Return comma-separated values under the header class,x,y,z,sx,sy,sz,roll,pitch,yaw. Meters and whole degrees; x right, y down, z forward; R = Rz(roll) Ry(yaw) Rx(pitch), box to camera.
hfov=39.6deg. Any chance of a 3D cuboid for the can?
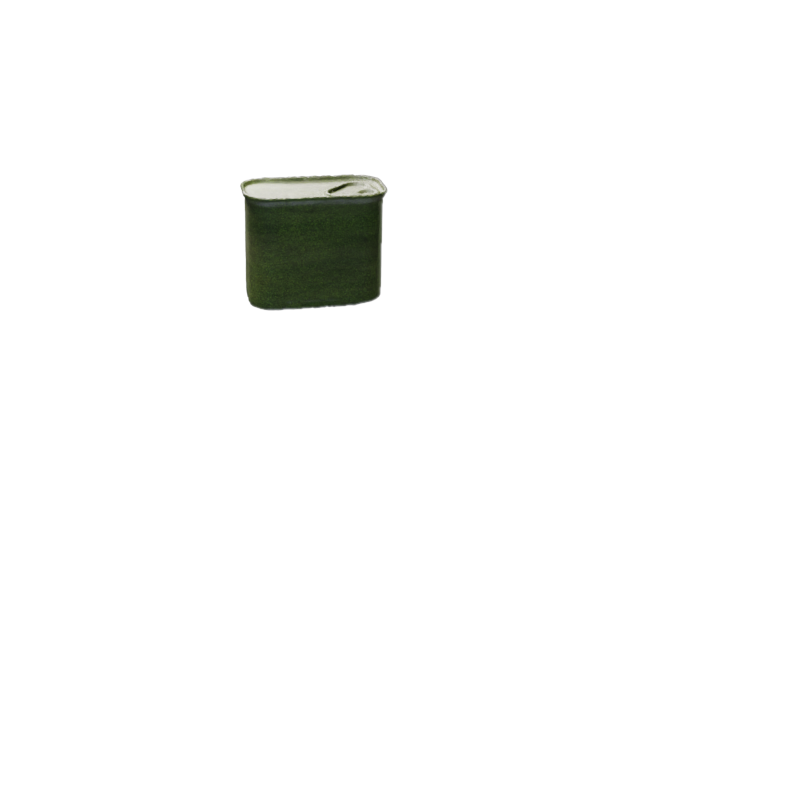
class,x,y,z,sx,sy,sz,roll,pitch,yaw
can,-0.062,-0.114,0.795,0.101,0.080,0.061,-3,21,-10
